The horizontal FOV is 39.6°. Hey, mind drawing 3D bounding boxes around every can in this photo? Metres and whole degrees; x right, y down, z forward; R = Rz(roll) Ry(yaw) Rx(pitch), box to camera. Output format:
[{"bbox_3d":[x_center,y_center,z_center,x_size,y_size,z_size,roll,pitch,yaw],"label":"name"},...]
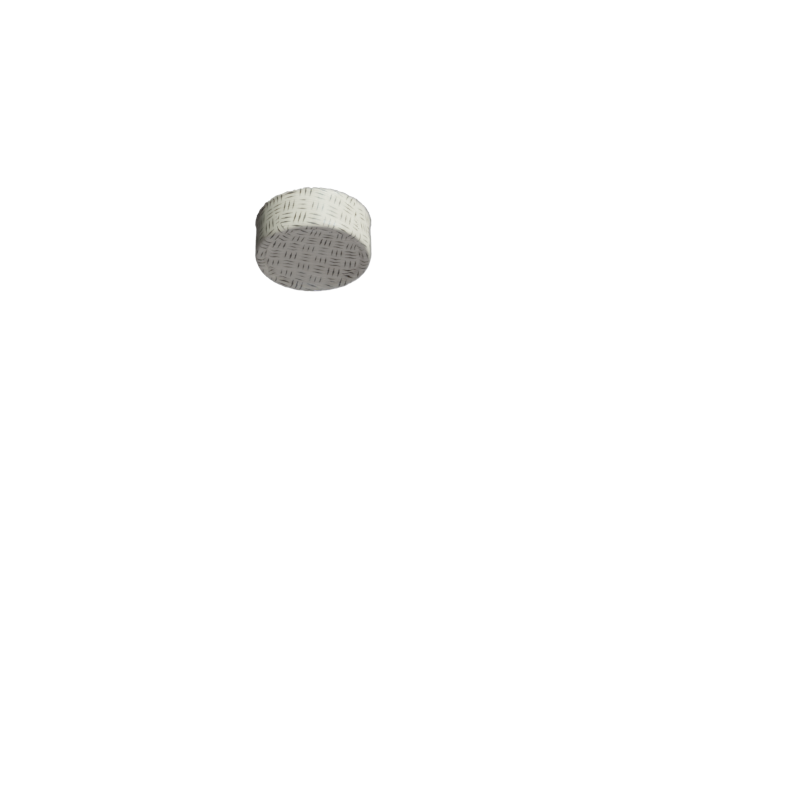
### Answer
[{"bbox_3d":[-0.063,-0.116,0.810,0.086,0.036,0.080,1,-32,-2],"label":"can"}]
